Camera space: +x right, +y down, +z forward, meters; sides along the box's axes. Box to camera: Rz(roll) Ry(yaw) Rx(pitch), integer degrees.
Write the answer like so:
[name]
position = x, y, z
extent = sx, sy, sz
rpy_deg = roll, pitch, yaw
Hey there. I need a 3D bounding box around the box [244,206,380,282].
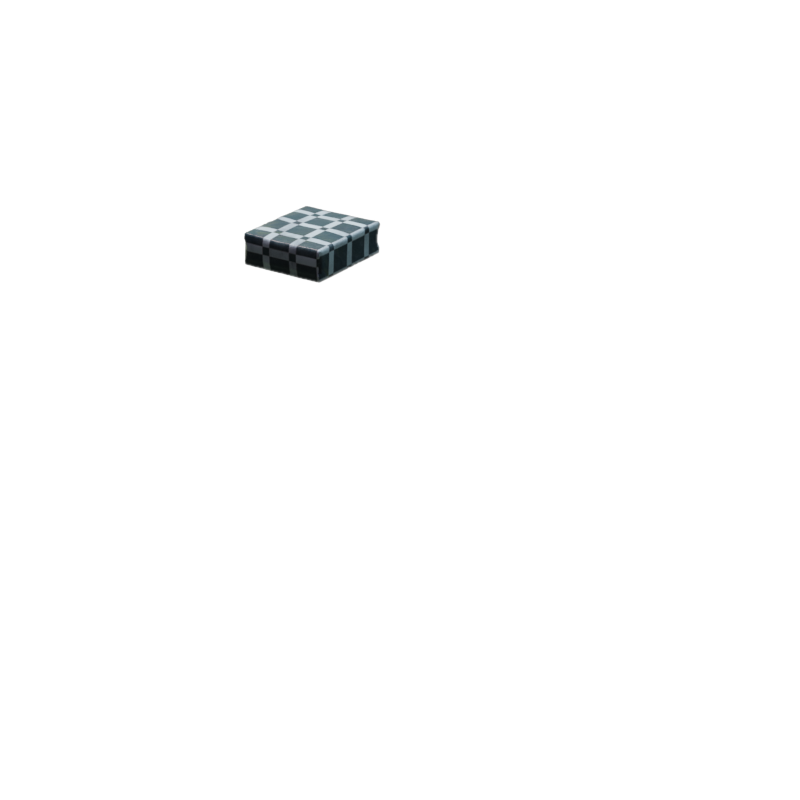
[box]
position = -0.069, -0.126, 0.884
extent = 0.077, 0.029, 0.089
rpy_deg = 16, 30, 29
